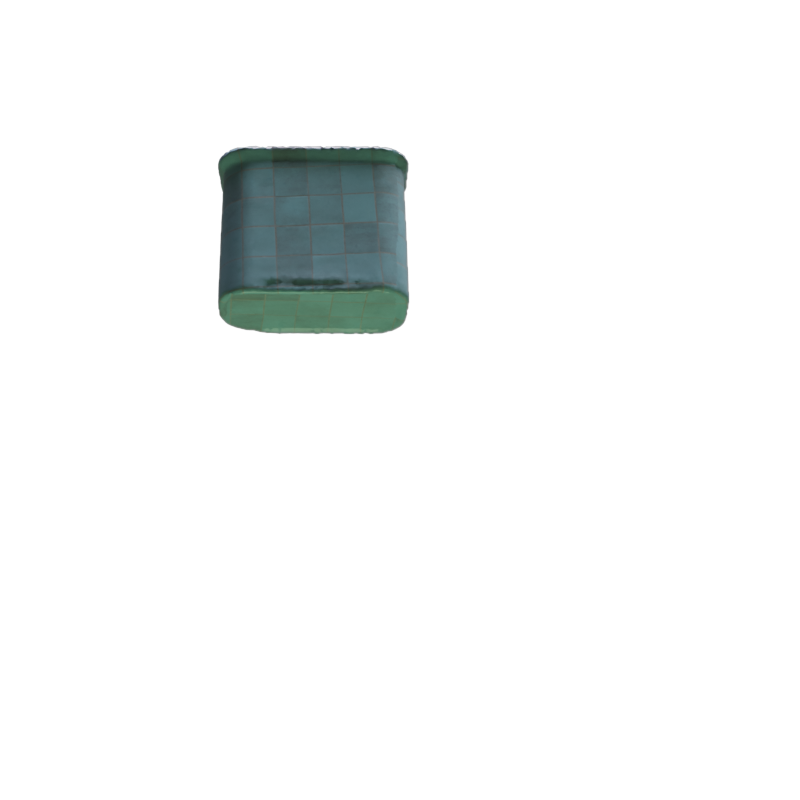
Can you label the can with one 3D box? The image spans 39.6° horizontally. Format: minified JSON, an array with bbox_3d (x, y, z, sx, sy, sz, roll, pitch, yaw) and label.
[{"bbox_3d":[-0.045,-0.083,0.581,0.102,0.089,0.054,0,-26,-1],"label":"can"}]
